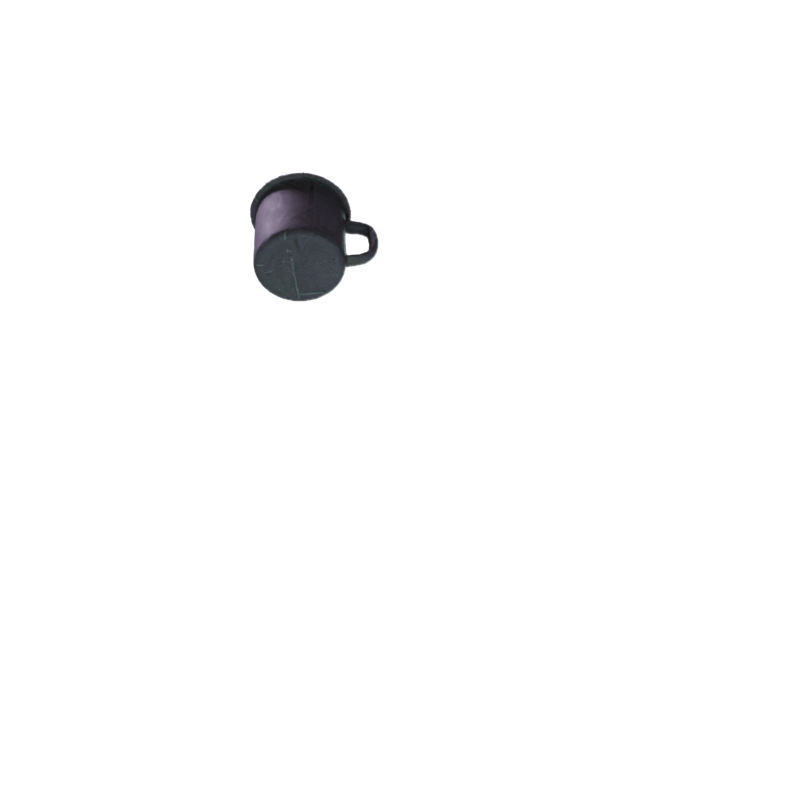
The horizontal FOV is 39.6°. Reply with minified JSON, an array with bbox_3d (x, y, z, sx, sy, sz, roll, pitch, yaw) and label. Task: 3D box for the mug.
[{"bbox_3d":[-0.078,-0.142,0.993,0.116,0.088,0.087,6,42,-7],"label":"mug"}]
